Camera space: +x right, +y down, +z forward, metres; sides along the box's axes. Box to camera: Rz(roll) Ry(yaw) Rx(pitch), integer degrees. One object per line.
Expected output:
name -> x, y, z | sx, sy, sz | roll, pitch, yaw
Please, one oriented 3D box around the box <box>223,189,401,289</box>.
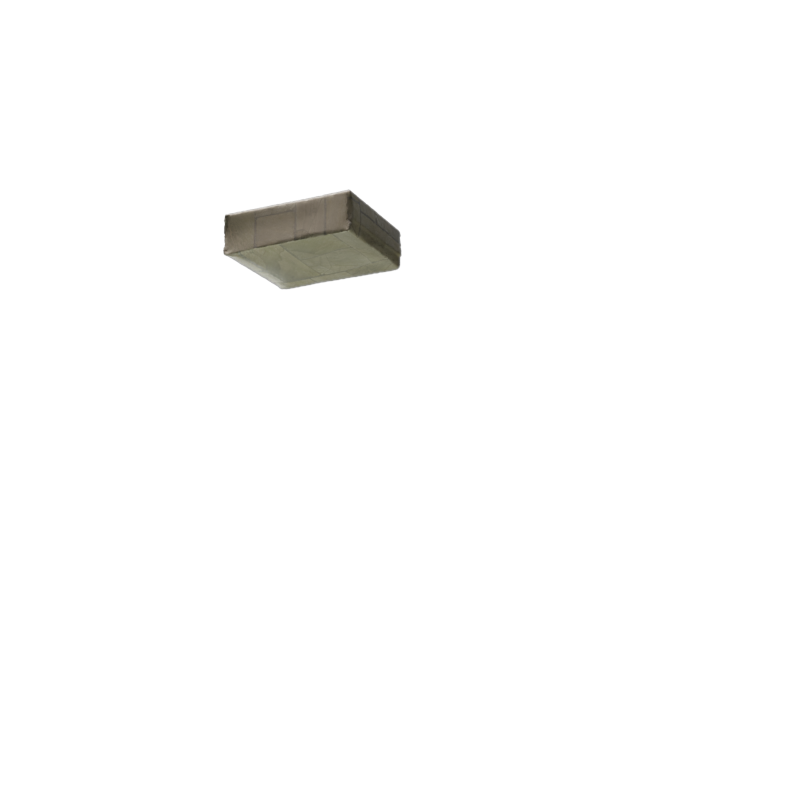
box -> -0.068, -0.123, 0.865 | 0.116, 0.041, 0.084 | -8, -19, 25
